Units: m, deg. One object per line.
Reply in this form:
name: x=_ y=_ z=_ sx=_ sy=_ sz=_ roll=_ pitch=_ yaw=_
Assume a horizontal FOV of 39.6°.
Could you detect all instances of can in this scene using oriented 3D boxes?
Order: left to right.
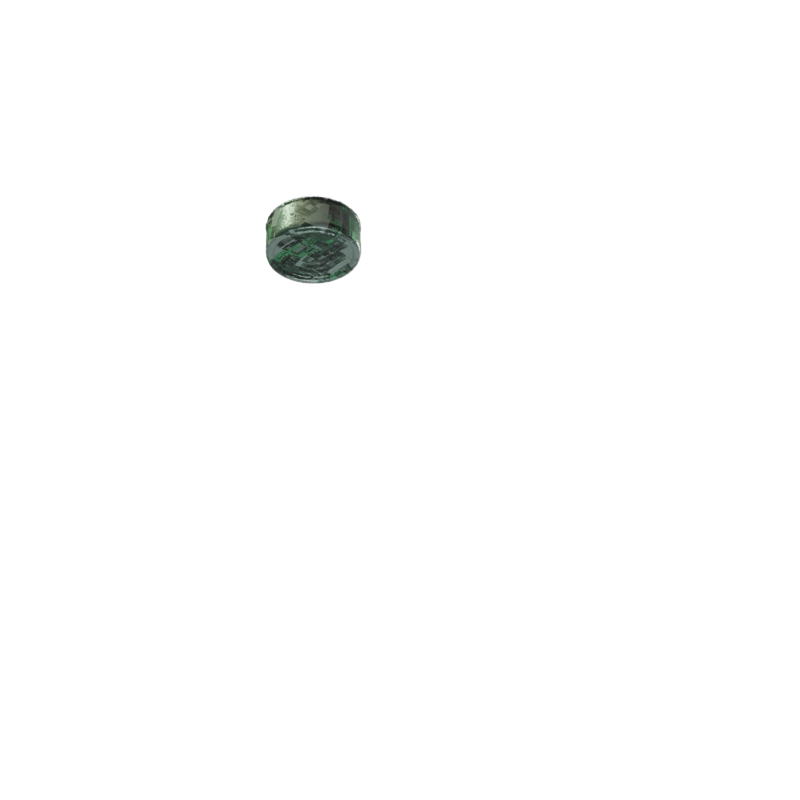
can: x=-0.077 y=-0.141 z=0.986 sx=0.086 sy=0.036 sz=0.080 roll=1 pitch=-34 yaw=-2
